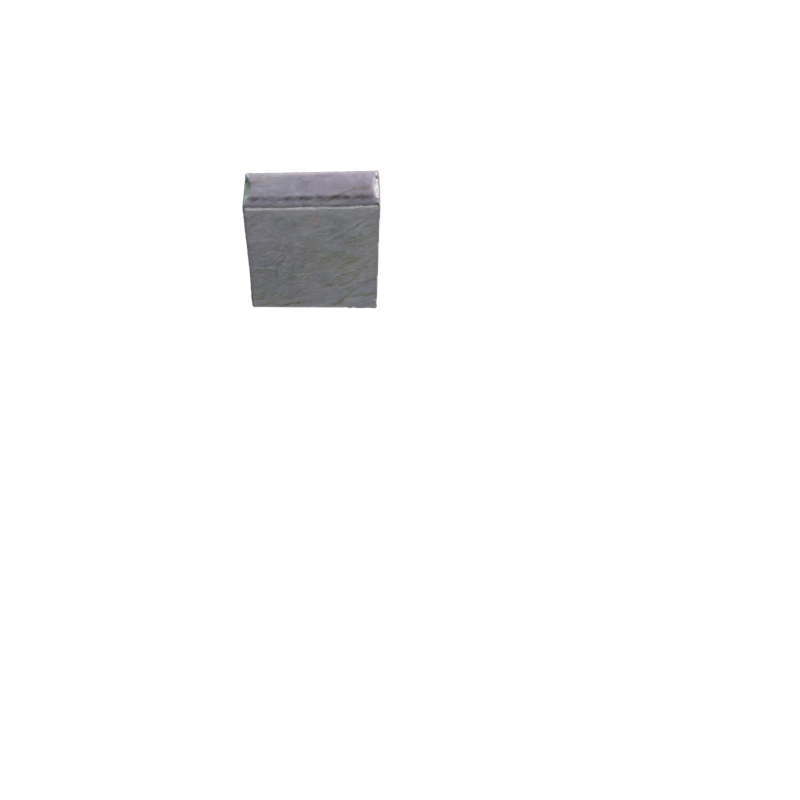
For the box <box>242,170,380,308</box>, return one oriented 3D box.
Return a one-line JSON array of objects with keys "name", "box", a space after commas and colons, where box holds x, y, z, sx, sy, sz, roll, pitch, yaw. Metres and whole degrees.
[{"name": "box", "box": [-0.049, -0.089, 0.621, 0.073, 0.032, 0.083, 0, -37, -1]}]
